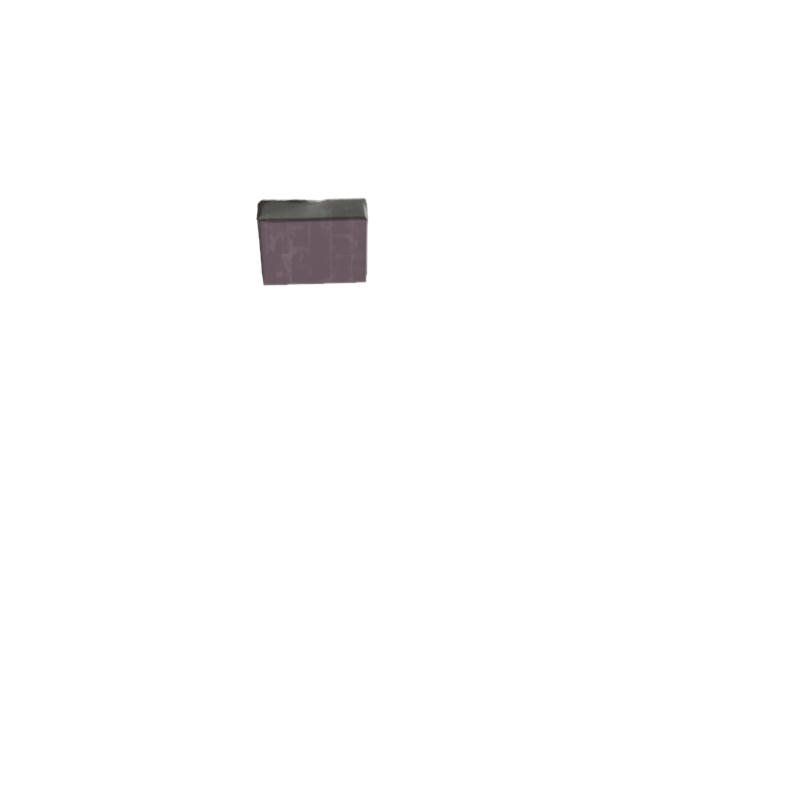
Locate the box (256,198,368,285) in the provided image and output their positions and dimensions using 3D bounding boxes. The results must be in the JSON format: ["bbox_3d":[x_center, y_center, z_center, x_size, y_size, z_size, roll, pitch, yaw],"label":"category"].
[{"bbox_3d":[-0.071,-0.130,0.911,0.089,0.032,0.068,0,-43,0],"label":"box"}]
